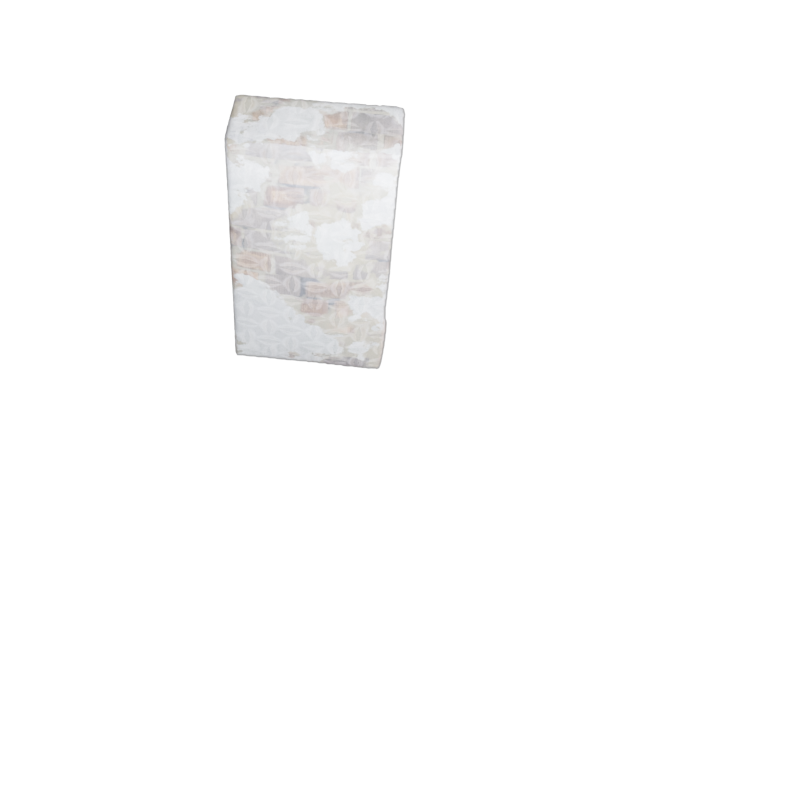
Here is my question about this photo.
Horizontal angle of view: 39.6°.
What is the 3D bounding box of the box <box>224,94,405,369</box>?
[{"bbox_3d":[-0.050,-0.090,0.632,0.094,0.051,0.164,6,-37,1],"label":"box"}]
